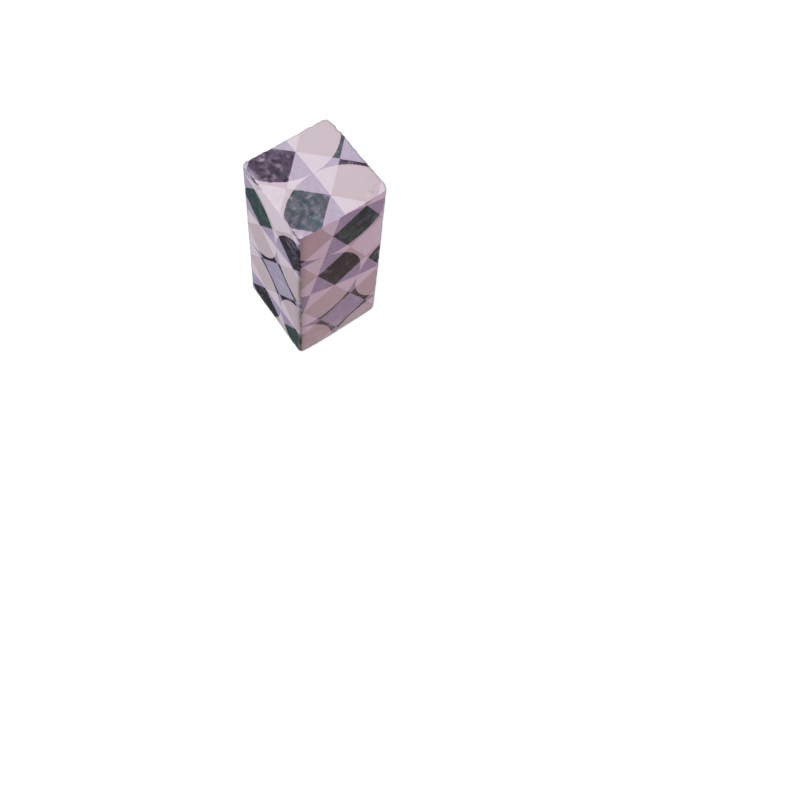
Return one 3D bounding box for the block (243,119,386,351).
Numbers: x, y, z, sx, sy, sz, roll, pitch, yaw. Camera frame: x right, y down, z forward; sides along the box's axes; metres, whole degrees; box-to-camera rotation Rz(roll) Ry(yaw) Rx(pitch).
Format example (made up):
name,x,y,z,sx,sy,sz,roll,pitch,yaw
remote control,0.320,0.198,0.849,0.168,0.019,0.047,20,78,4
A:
name,x,y,z,sx,sy,sz,roll,pitch,yaw
block,-0.078,-0.143,0.999,0.090,0.096,0.194,-31,-20,-17
